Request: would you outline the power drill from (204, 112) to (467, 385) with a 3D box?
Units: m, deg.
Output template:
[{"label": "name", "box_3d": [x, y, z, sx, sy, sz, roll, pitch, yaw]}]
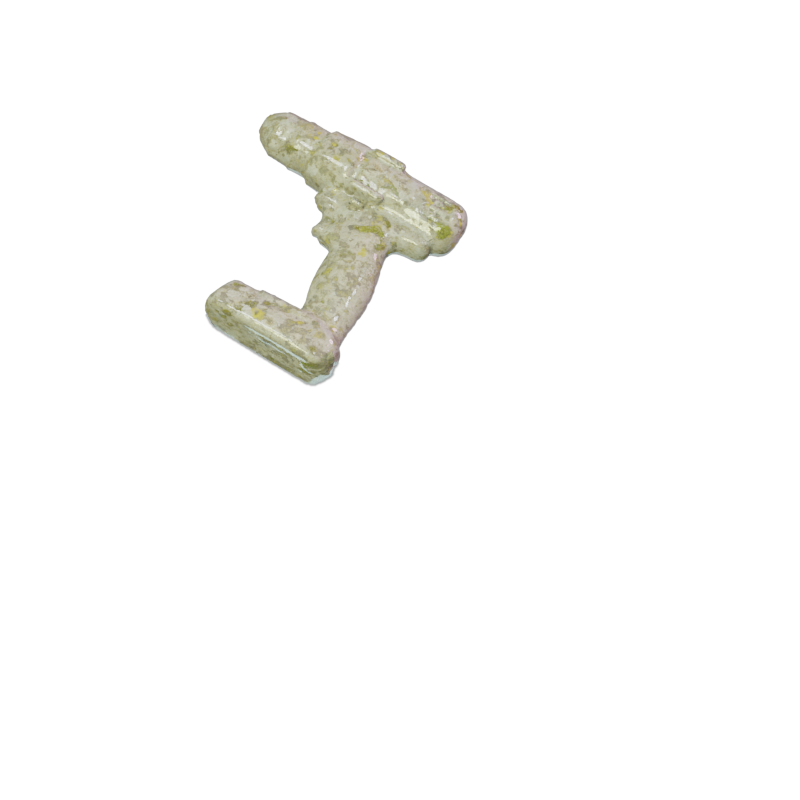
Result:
[{"label": "power drill", "box_3d": [-0.066, -0.121, 0.849, 0.190, 0.192, 0.054, 30, -22, 13]}]
